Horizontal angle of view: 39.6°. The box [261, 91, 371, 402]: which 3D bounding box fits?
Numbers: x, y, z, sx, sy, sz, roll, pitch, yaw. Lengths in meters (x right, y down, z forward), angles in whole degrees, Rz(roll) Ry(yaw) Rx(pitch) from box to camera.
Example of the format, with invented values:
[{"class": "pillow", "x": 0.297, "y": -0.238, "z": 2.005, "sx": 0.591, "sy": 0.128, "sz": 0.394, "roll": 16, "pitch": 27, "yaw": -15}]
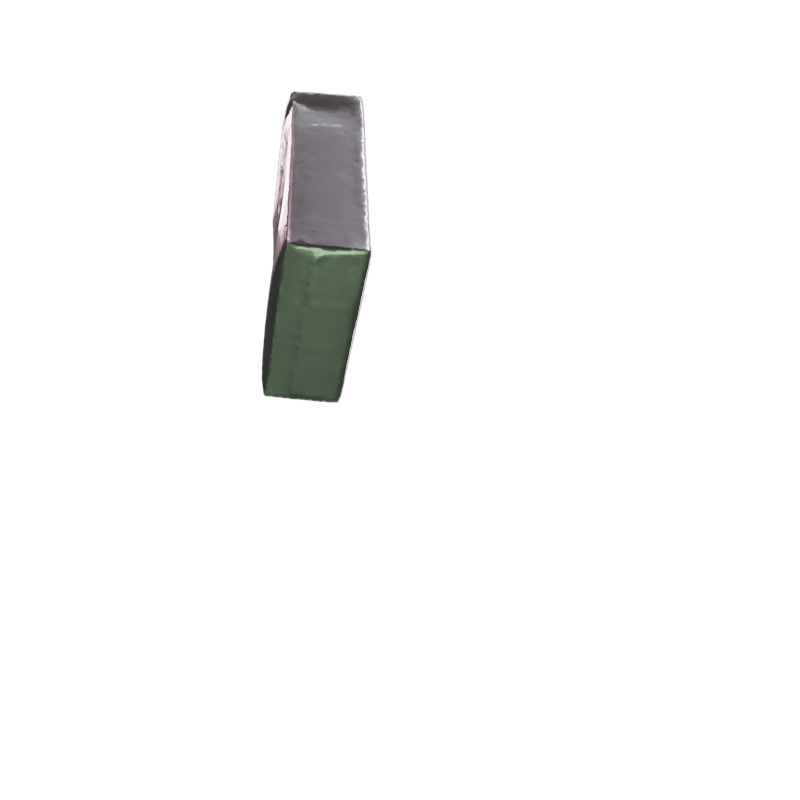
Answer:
[{"class": "box", "x": -0.072, "y": -0.132, "z": 0.925, "sx": 0.071, "sy": 0.154, "sz": 0.230, "roll": 5, "pitch": 43, "yaw": -9}]
